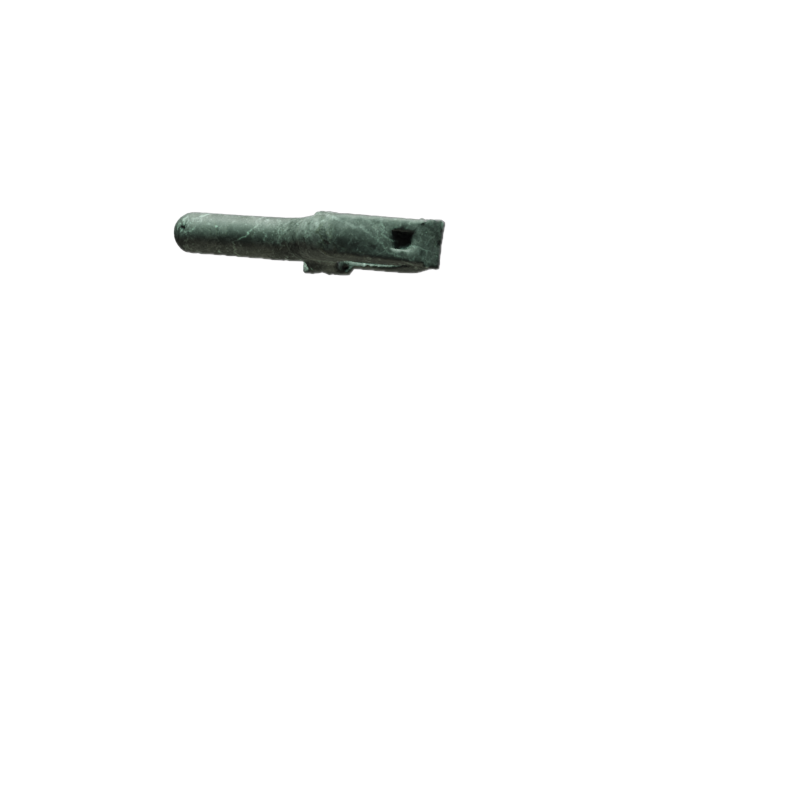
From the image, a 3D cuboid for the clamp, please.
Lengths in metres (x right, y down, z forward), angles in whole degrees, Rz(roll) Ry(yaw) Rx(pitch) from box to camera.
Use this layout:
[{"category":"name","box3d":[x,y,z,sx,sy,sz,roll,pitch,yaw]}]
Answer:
[{"category":"clamp","box3d":[-0.051,-0.093,0.650,0.116,0.039,0.178,-2,4,-37]}]
